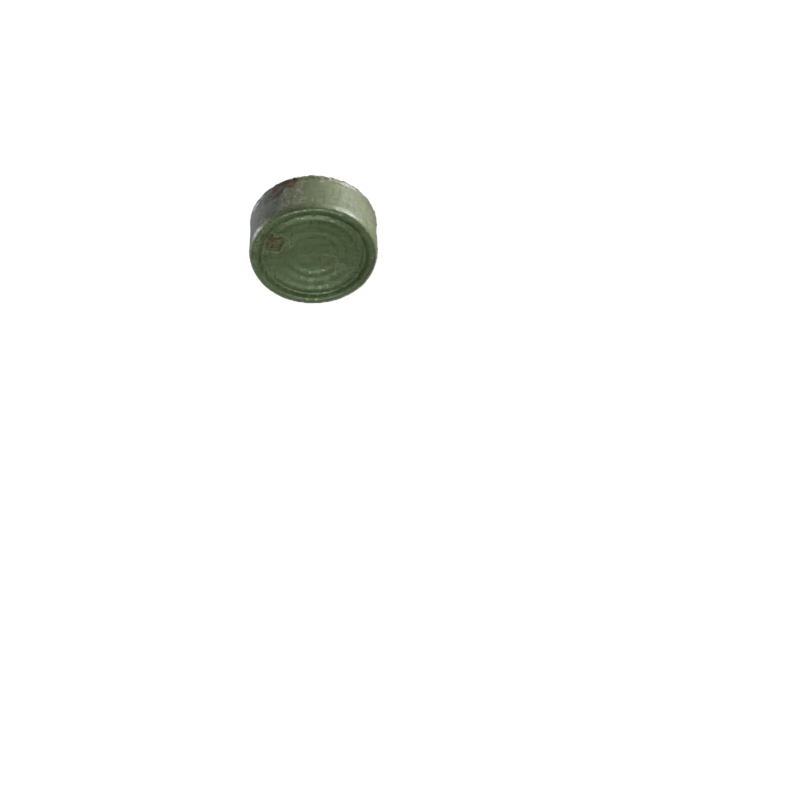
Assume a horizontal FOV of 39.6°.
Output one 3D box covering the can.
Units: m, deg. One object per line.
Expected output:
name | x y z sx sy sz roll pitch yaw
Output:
can | -0.057 -0.105 0.734 0.086 0.080 0.036 1 44 -1
